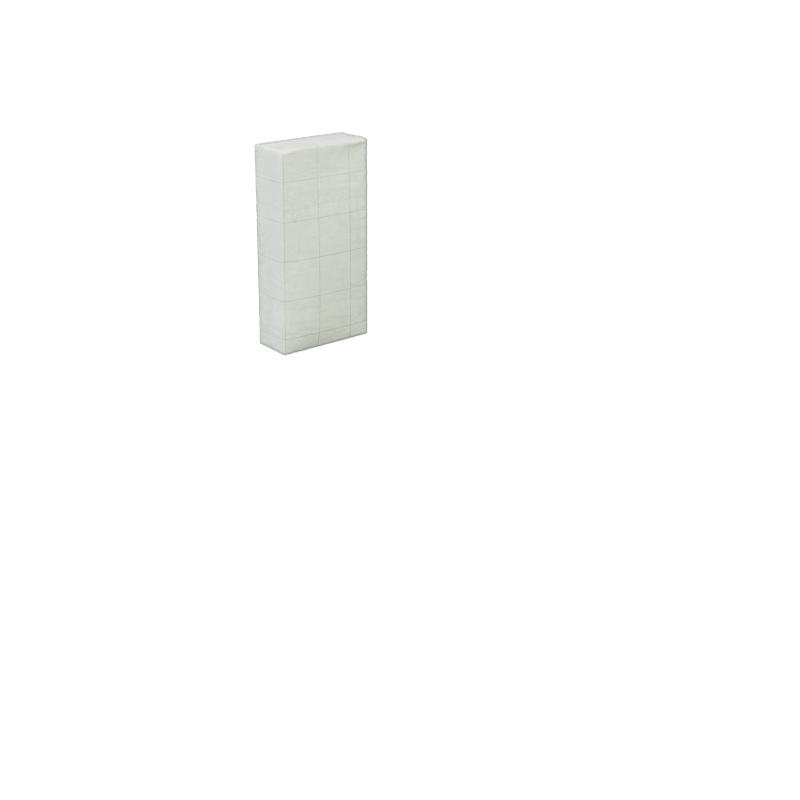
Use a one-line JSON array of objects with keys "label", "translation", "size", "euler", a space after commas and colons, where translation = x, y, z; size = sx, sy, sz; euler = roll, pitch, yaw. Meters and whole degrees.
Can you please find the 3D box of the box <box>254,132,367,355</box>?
[{"label": "box", "translation": [-0.074, -0.135, 0.947], "size": [0.091, 0.169, 0.051], "euler": [-14, 24, -36]}]
